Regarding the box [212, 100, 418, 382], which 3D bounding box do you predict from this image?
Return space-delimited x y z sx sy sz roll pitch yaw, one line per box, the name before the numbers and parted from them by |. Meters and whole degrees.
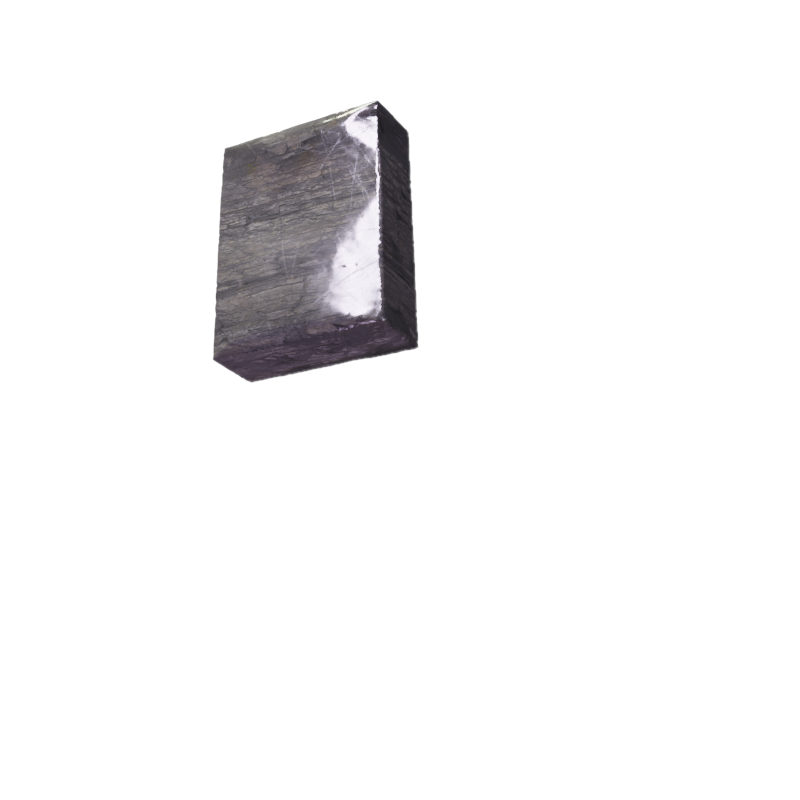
box | -0.075 -0.137 0.961 0.167 0.226 0.067 -13 -28 24
